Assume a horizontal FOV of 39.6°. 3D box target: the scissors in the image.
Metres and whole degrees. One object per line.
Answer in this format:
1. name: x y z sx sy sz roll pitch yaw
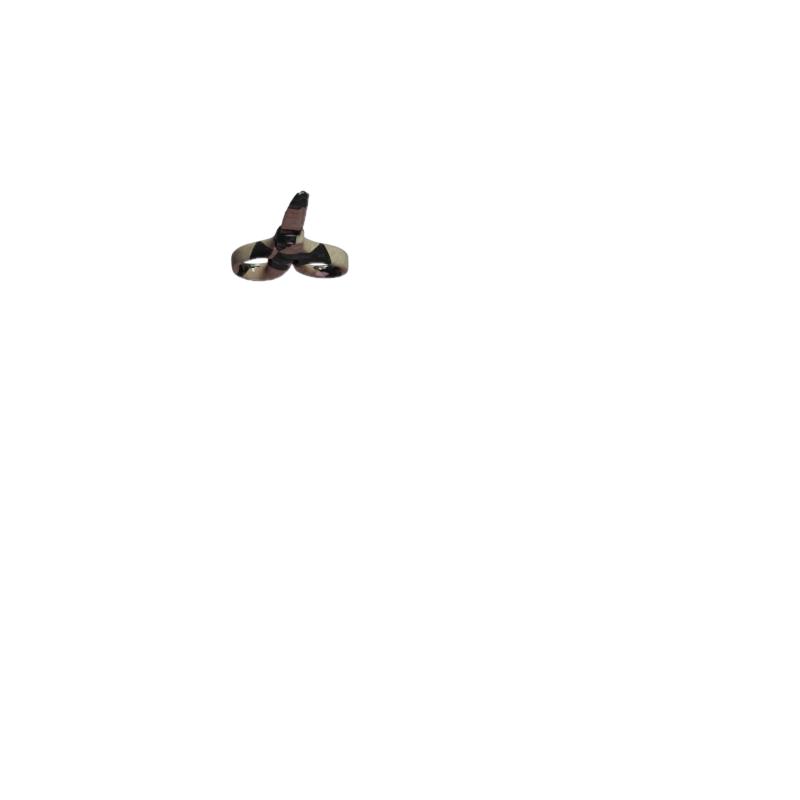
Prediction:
1. scissors: -0.060 -0.110 0.768 0.093 0.016 0.202 3 -8 -24
